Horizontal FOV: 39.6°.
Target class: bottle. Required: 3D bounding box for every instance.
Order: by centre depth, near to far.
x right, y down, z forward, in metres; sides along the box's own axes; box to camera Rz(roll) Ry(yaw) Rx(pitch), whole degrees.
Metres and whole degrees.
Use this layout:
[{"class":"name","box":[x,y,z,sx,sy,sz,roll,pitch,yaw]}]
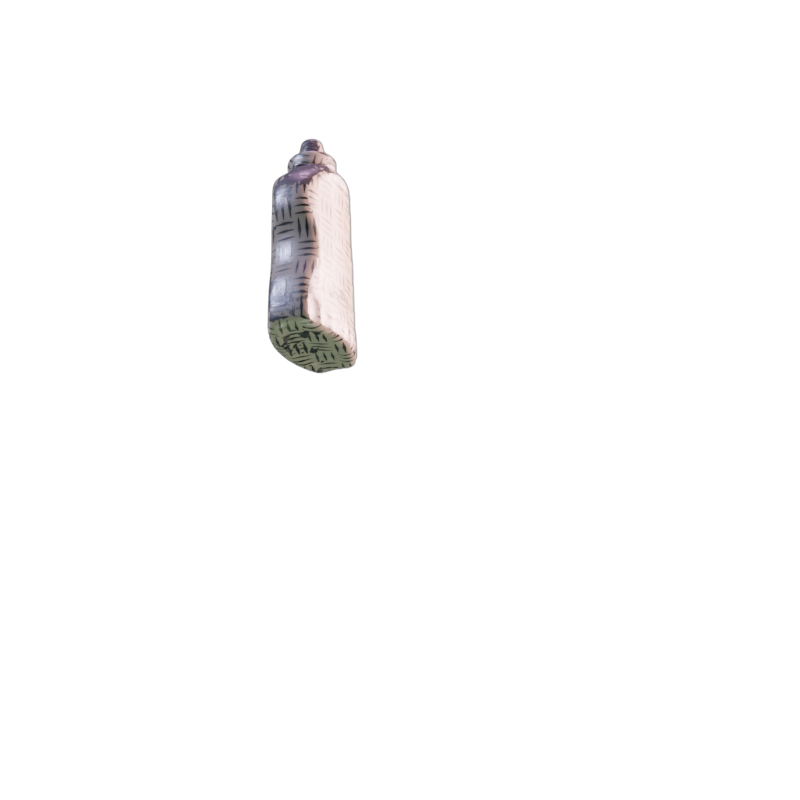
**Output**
[{"class":"bottle","box":[-0.069,-0.126,0.881,0.059,0.204,0.089,-14,-31,20]}]
